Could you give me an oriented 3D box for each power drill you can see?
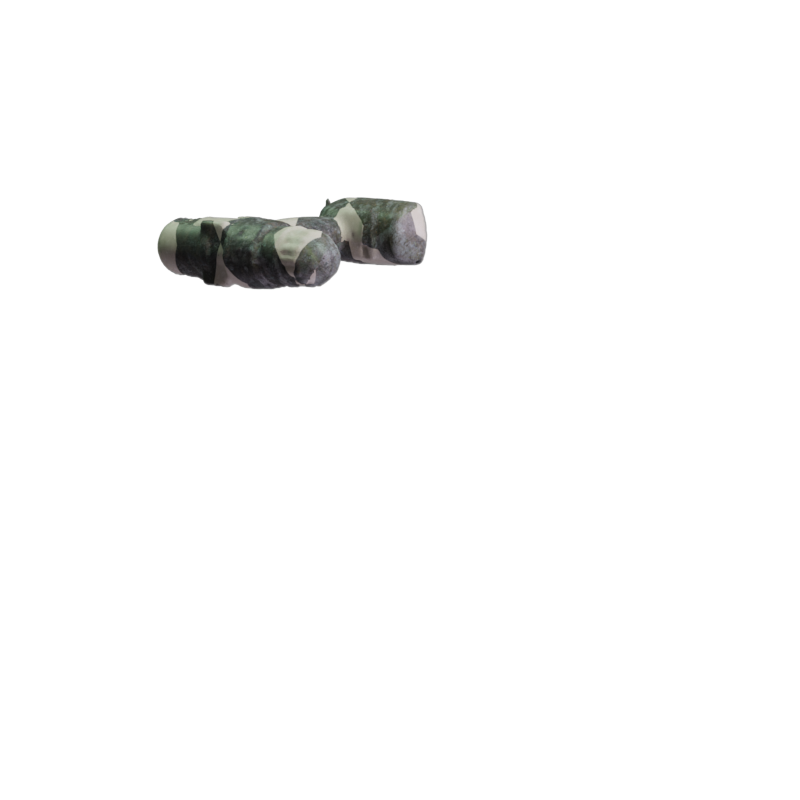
[{"bbox_3d":[-0.067,-0.123,0.860,0.183,0.056,0.194,-13,19,-43],"label":"power drill"}]
